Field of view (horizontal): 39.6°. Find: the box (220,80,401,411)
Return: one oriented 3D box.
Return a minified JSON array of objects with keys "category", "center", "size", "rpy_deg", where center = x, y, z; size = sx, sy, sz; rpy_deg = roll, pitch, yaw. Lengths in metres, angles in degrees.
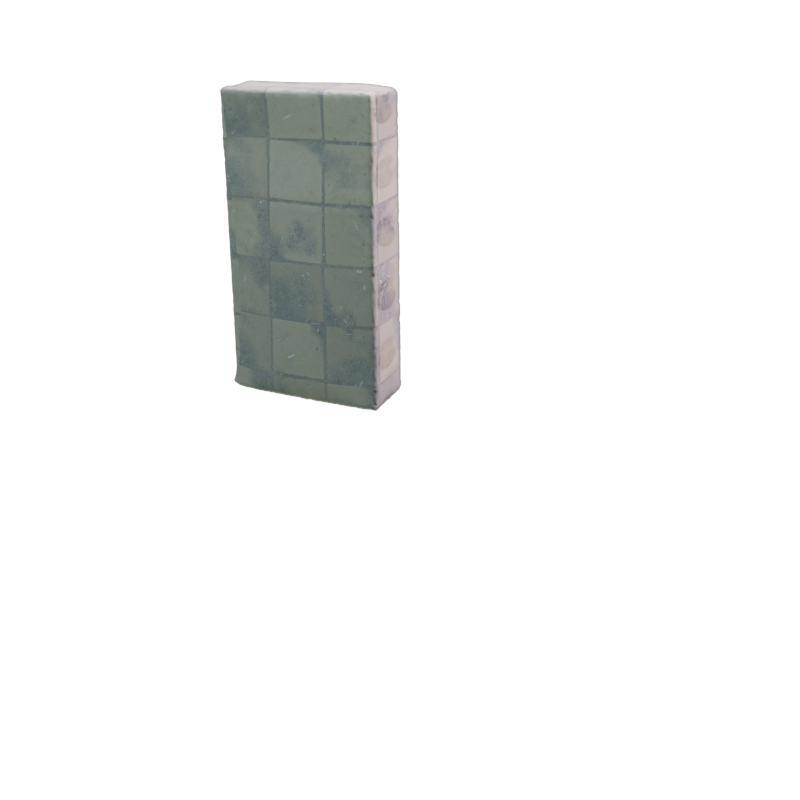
[{"category":"box","center":[-0.048,-0.089,0.622],"size":[0.097,0.171,0.048],"rpy_deg":[8,16,24]}]
